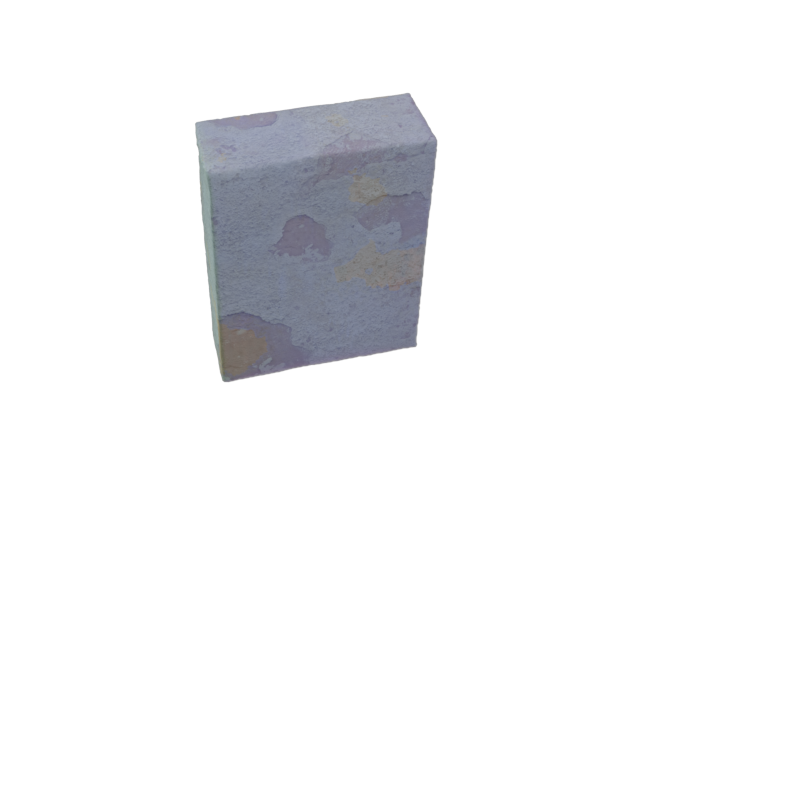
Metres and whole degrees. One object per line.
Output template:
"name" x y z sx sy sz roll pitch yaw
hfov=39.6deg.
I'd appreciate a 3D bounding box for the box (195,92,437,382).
"box" -0.066 -0.120 0.843 0.162 0.199 0.078 -10 47 -12
